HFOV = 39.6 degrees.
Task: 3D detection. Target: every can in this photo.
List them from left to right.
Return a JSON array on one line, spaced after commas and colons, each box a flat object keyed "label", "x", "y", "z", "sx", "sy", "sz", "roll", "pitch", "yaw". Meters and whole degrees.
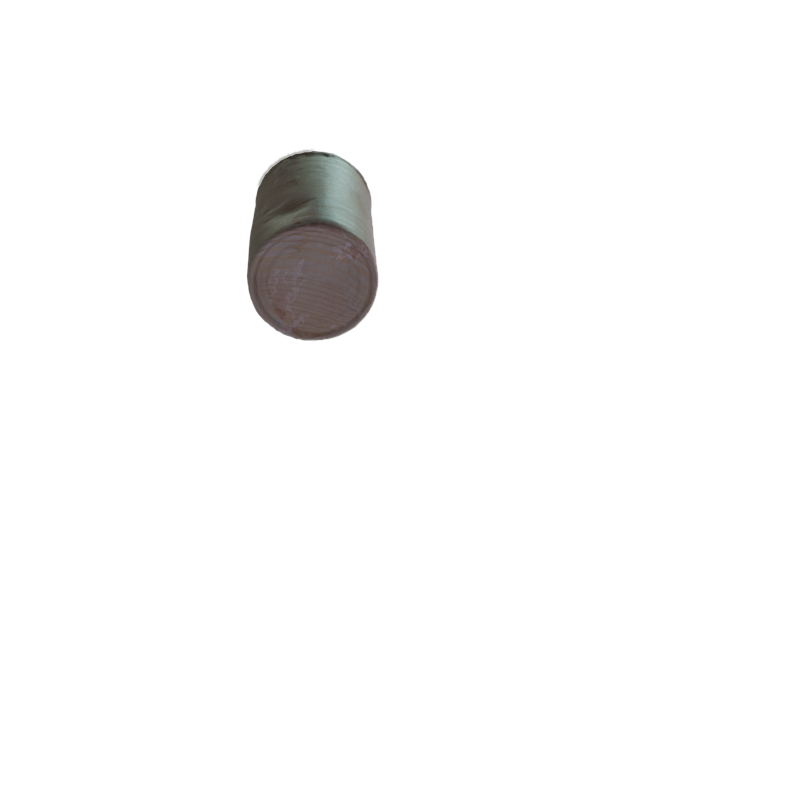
[{"label": "can", "x": -0.047, "y": -0.086, "z": 0.600, "sx": 0.068, "sy": 0.065, "sz": 0.109, "roll": 0, "pitch": 30, "yaw": -3}]
